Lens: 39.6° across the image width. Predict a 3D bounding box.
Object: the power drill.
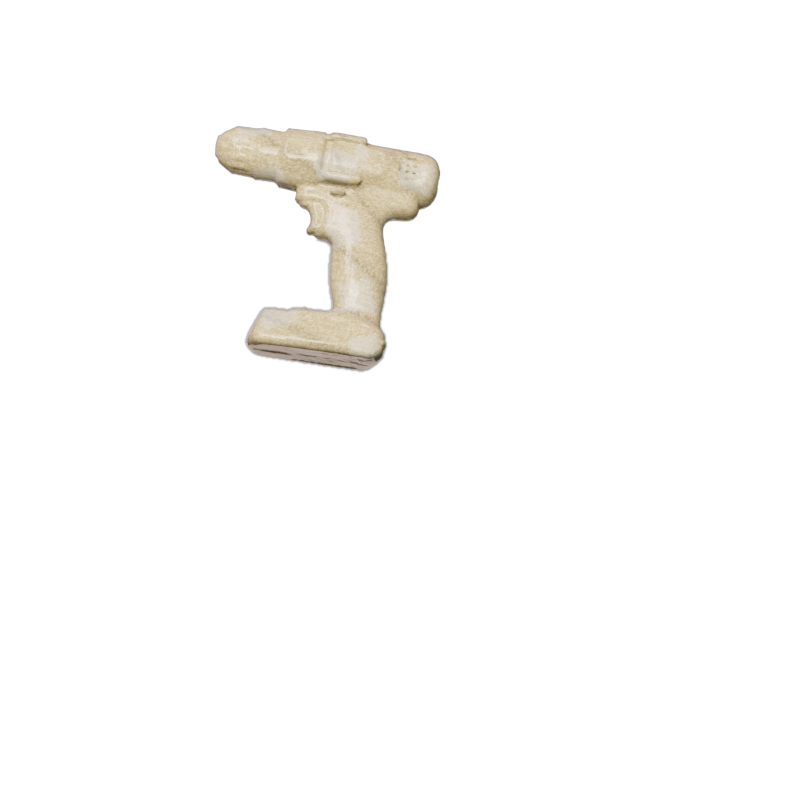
[{"bbox_3d":[-0.069,-0.126,0.880,0.185,0.195,0.055,8,-17,2],"label":"power drill"}]
